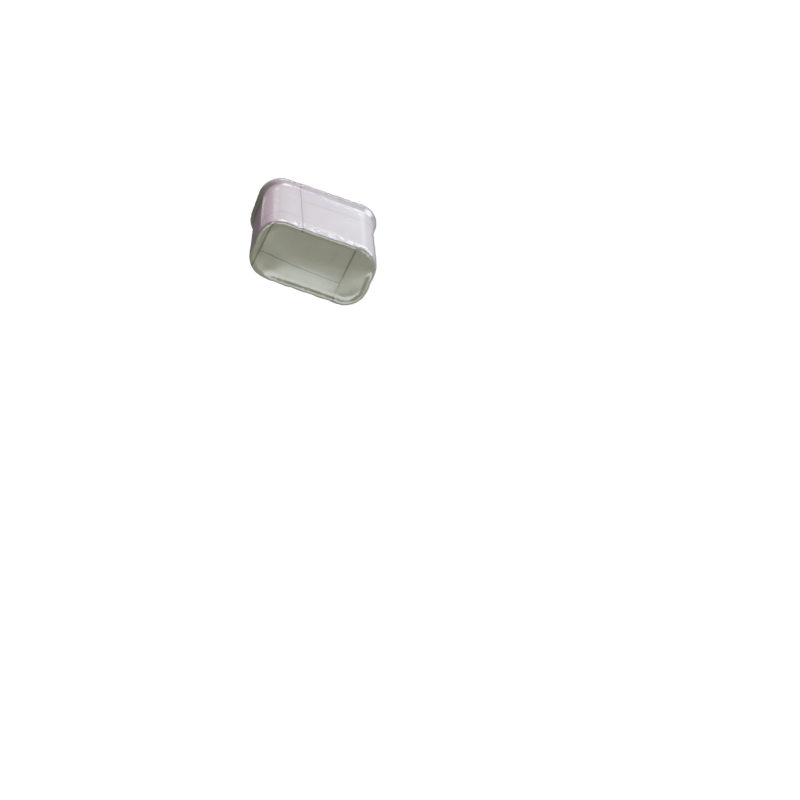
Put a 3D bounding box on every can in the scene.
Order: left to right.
[{"bbox_3d":[-0.069,-0.126,0.883,0.100,0.055,0.089,18,27,-11],"label":"can"}]
